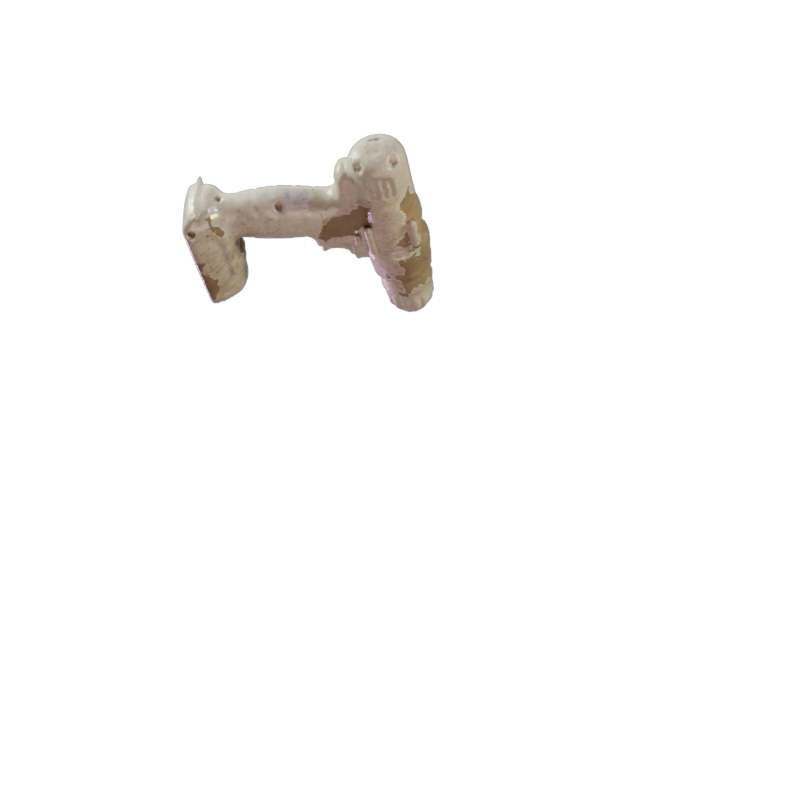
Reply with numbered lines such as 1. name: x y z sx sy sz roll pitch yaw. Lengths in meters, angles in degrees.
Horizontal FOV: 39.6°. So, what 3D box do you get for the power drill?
1. power drill: -0.070 -0.128 0.899 0.189 0.062 0.170 -8 -42 8
